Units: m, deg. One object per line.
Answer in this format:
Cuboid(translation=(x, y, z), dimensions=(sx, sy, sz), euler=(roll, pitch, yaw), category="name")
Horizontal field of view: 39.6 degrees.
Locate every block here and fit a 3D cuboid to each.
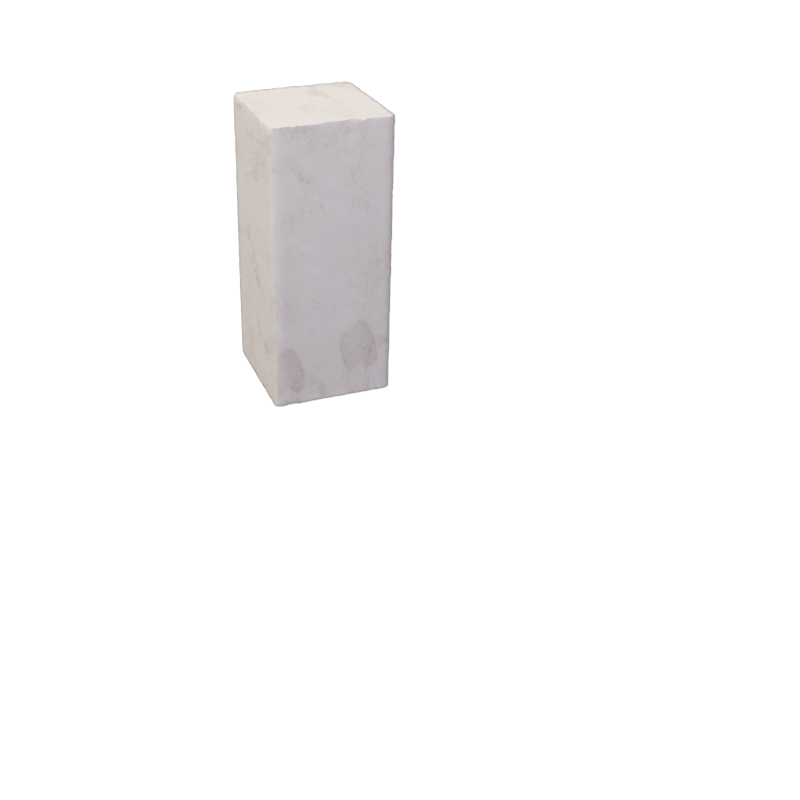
Cuboid(translation=(-0.063, -0.113, 0.791), dimensions=(0.089, 0.195, 0.097), euler=(-9, 28, -20), category="block")
